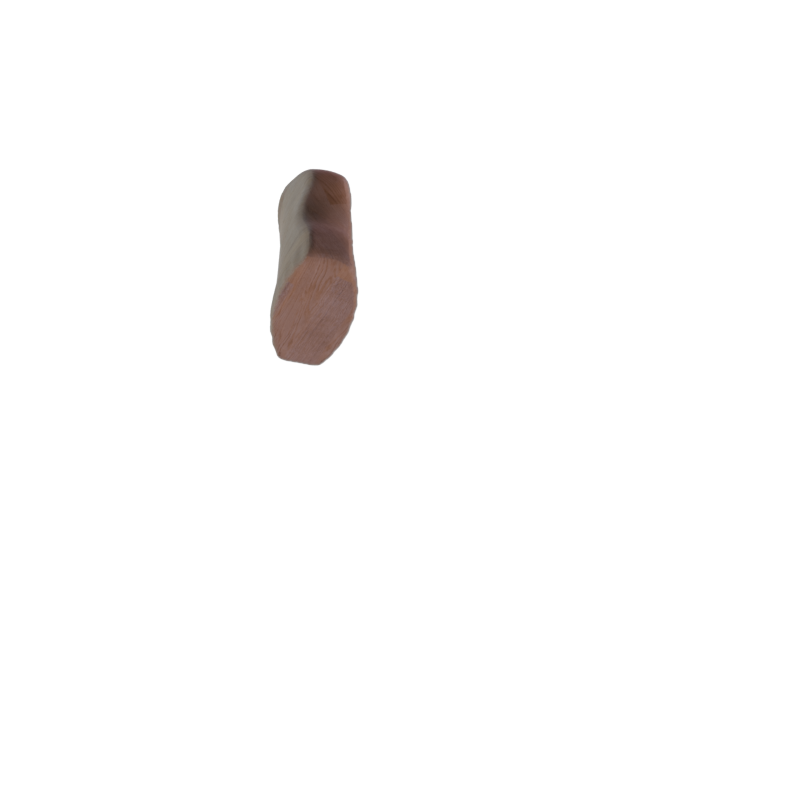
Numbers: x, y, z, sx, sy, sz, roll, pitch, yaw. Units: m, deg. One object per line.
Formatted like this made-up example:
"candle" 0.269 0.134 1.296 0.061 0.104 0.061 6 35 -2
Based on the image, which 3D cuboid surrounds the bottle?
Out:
"bottle" -0.065 -0.120 0.840 0.057 0.091 0.205 9 36 -11
